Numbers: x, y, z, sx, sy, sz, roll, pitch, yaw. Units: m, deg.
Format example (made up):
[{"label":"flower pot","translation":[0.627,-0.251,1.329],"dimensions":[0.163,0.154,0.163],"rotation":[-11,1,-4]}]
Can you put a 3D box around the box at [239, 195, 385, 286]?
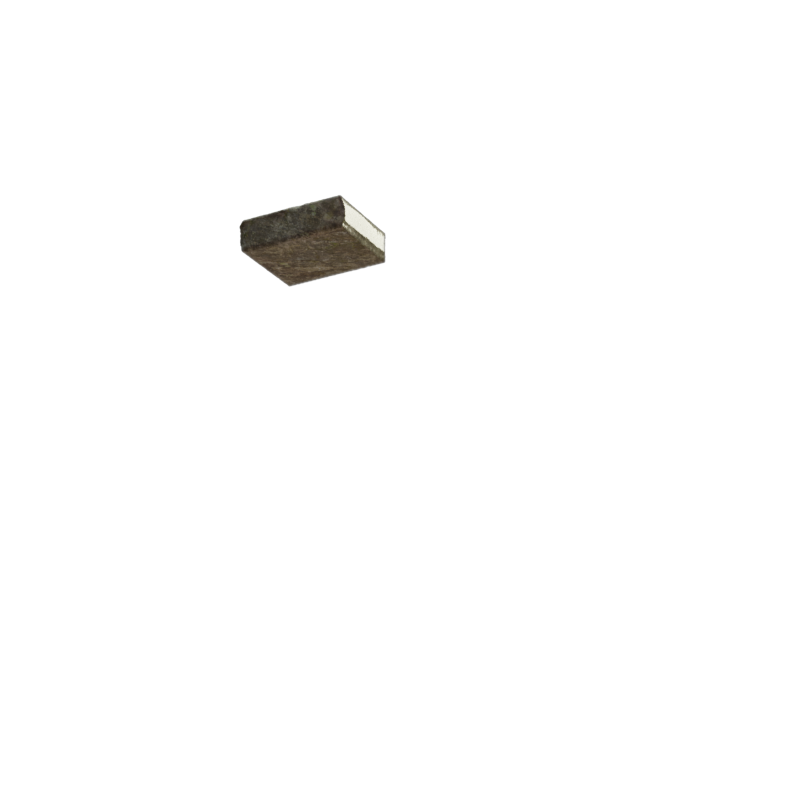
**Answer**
[{"label":"box","translation":[-0.066,-0.120,0.844],"dimensions":[0.091,0.032,0.068],"rotation":[-10,-22,26]}]
